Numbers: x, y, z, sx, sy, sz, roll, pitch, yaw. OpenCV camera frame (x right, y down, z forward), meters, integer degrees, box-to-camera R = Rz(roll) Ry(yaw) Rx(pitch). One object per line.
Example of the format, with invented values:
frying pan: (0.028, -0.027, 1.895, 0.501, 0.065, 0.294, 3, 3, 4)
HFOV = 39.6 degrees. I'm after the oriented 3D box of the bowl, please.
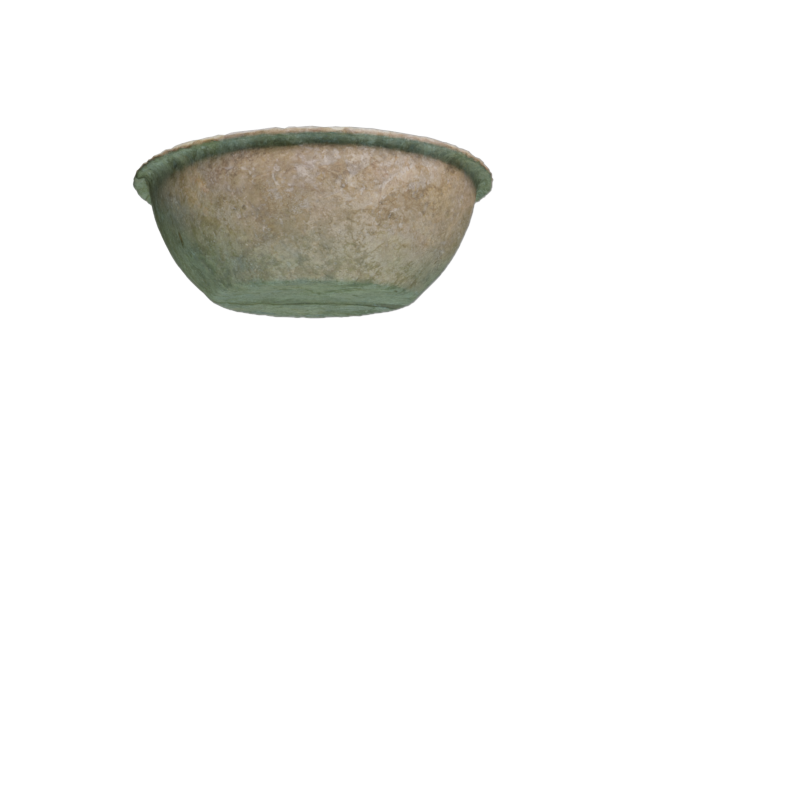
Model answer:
bowl: (-0.039, -0.071, 0.497, 0.162, 0.056, 0.159, 0, -6, -2)
